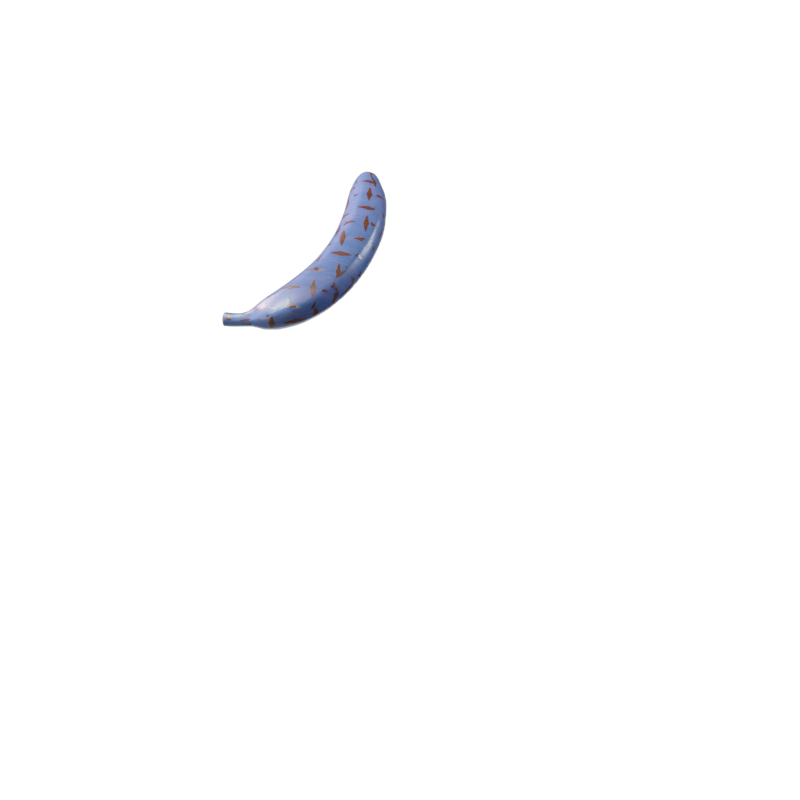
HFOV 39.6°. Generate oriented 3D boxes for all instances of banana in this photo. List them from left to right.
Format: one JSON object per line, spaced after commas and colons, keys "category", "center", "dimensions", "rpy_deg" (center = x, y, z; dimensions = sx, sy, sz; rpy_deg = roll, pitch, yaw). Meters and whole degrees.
{"category": "banana", "center": [-0.058, -0.118, 0.904], "dimensions": [0.073, 0.202, 0.034], "rpy_deg": [29, -32, 19]}
